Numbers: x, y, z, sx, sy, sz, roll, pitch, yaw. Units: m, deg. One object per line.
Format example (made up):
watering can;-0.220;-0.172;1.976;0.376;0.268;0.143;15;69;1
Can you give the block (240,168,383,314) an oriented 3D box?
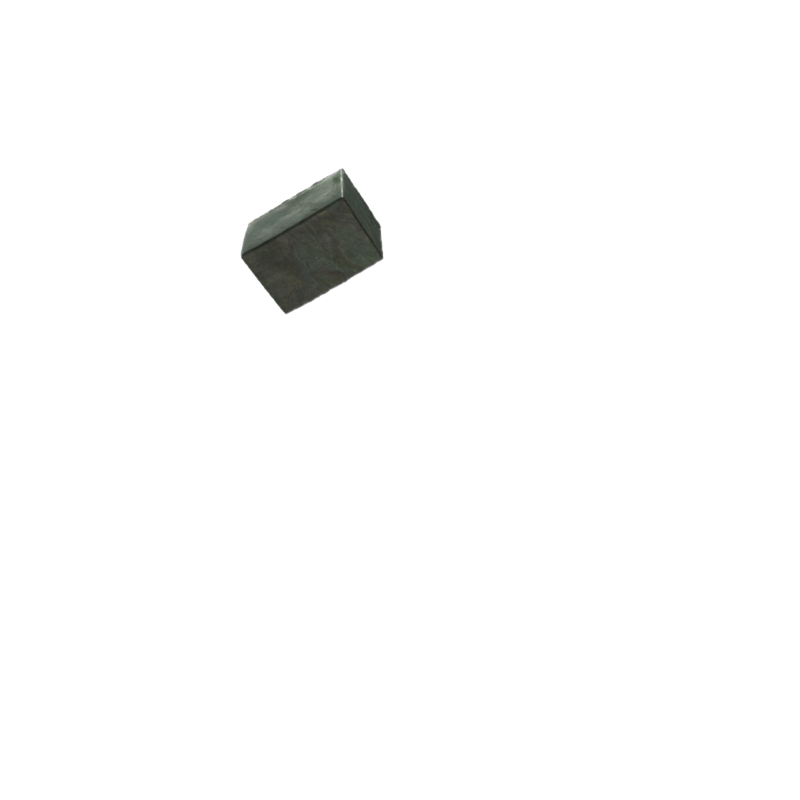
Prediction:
block;-0.057;-0.103;0.723;0.078;0.050;0.054;-28;26;13
